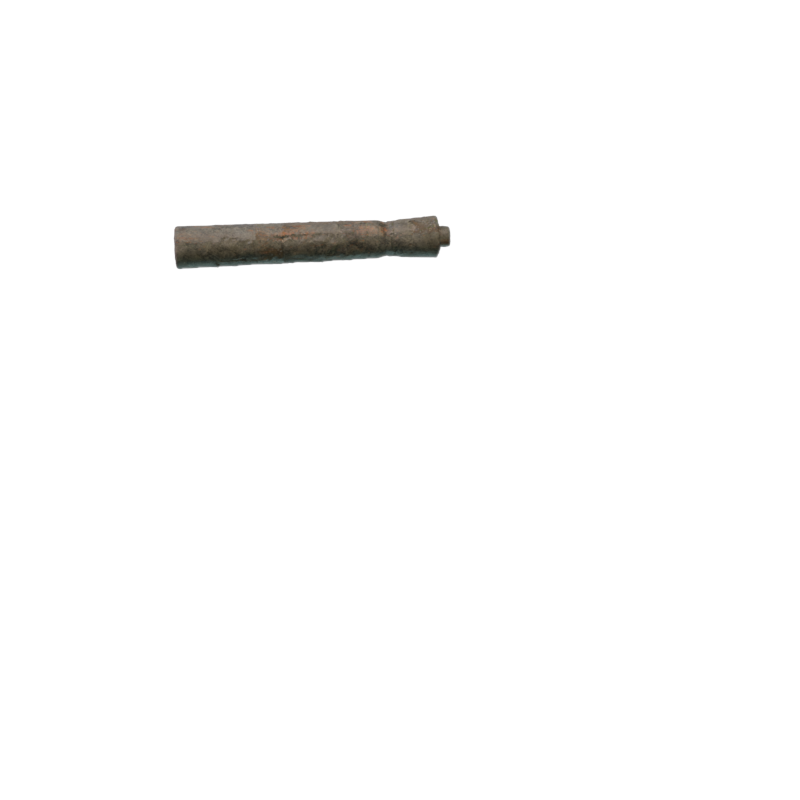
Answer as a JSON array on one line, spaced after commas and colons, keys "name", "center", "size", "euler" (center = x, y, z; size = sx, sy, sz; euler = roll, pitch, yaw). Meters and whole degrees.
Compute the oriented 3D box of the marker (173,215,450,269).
[{"name": "marker", "center": [-0.038, -0.070, 0.488], "size": [0.120, 0.020, 0.020], "euler": [-3, 4, -4]}]
